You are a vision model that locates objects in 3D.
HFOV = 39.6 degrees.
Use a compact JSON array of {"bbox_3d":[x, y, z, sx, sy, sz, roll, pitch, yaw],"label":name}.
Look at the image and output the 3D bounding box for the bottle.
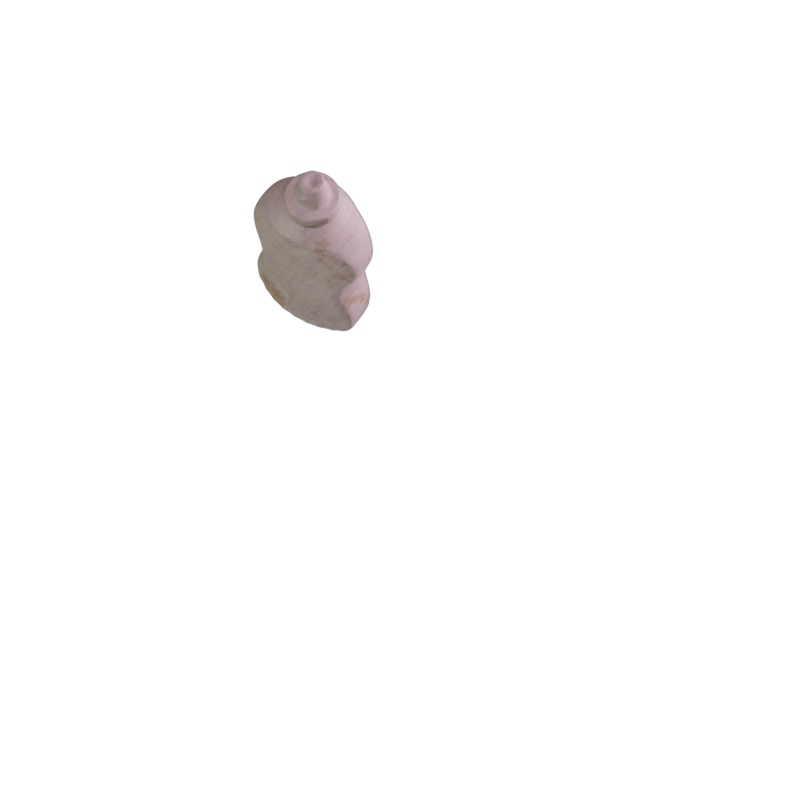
[{"bbox_3d":[-0.067,-0.122,0.855,0.099,0.059,0.182,35,-19,10],"label":"bottle"}]
